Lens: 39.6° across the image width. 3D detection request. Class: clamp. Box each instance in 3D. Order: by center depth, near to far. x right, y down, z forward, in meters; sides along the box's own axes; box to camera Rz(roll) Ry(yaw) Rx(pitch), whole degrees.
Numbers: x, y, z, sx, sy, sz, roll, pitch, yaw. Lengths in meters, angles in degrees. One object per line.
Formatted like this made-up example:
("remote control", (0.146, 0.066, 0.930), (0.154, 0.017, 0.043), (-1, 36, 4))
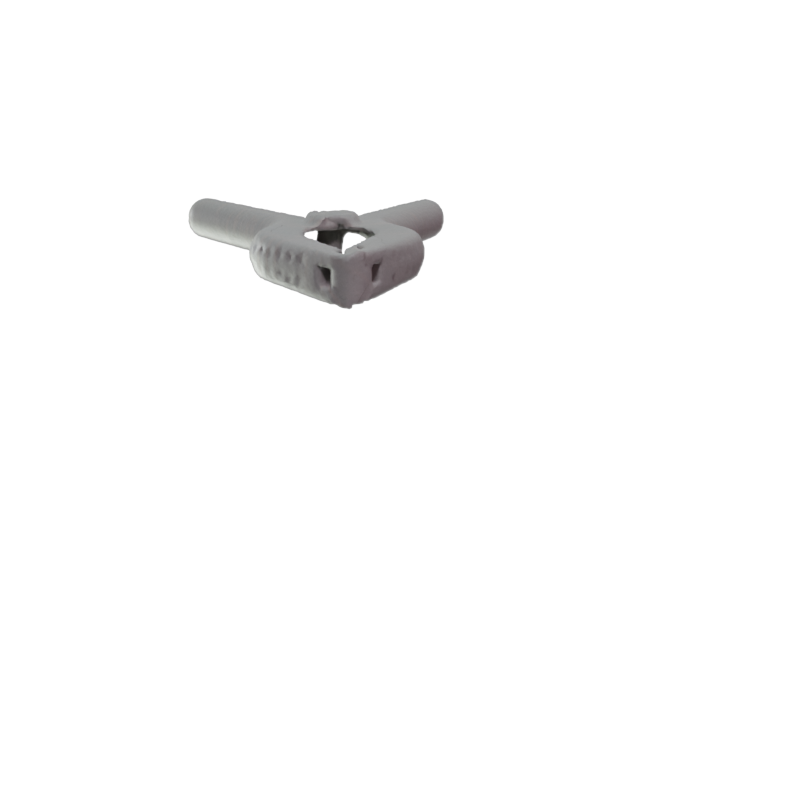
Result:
("clamp", (-0.050, -0.091, 0.637), (0.164, 0.035, 0.217), (0, 18, -1))
